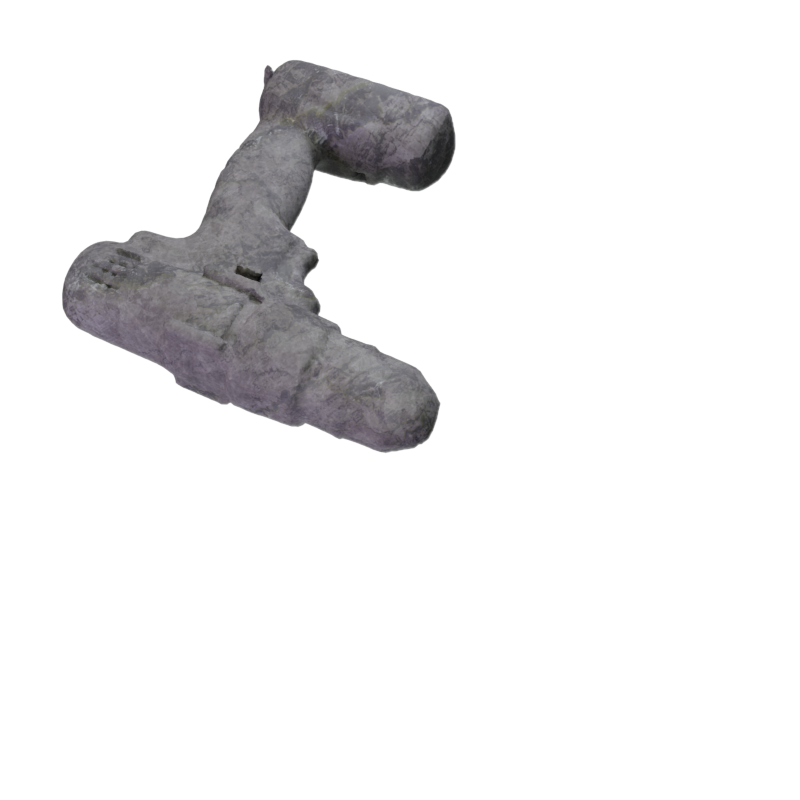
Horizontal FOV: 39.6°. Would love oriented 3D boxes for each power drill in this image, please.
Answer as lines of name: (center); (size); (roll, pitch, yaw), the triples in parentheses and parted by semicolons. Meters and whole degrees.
power drill: (-0.042, -0.076, 0.536); (0.191, 0.195, 0.053); (21, -35, 15)
